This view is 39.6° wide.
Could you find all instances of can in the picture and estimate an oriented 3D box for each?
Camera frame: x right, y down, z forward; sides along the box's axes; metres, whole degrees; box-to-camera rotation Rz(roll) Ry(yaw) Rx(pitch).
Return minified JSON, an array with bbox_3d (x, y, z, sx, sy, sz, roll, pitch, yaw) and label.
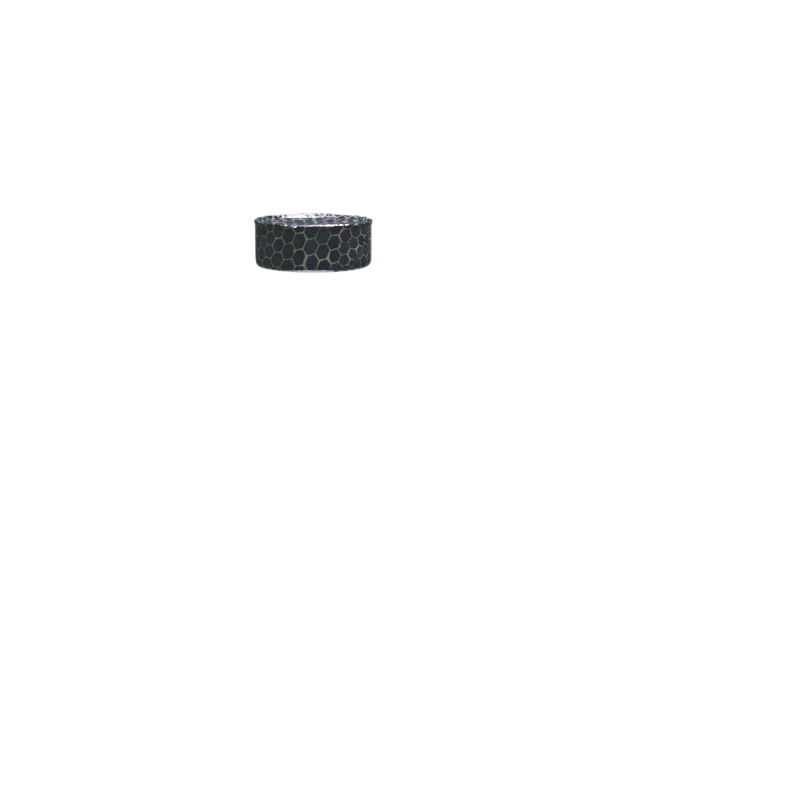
[{"bbox_3d":[-0.063,-0.114,0.800,0.086,0.033,0.088,0,14,-2],"label":"can"}]
